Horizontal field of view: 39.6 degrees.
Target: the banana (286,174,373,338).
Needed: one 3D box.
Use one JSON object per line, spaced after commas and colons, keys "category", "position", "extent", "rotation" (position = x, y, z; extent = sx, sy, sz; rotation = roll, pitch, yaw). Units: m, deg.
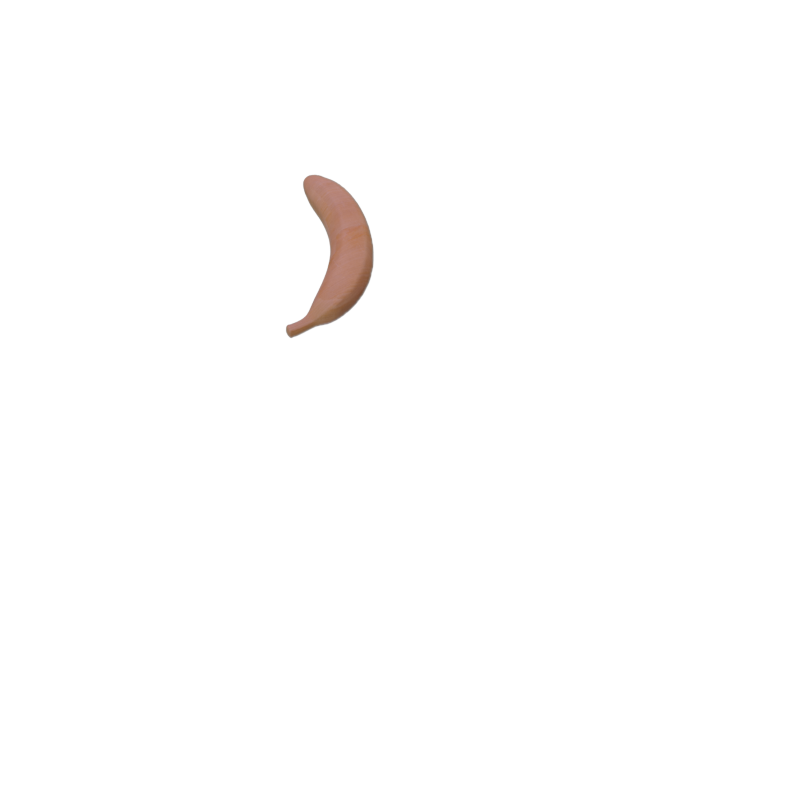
{"category": "banana", "position": [-0.057, -0.134, 0.963], "extent": [0.070, 0.212, 0.034], "rotation": [1, -44, 1]}
